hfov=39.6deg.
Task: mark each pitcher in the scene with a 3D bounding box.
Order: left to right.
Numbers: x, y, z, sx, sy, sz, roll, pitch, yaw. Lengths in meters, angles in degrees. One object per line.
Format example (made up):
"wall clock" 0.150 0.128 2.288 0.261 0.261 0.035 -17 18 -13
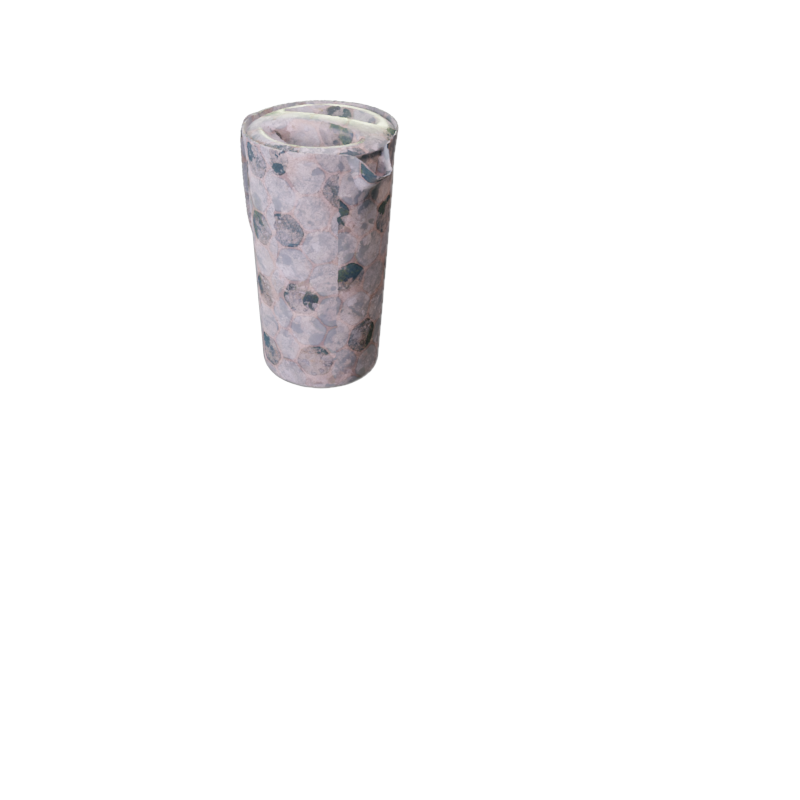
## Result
"pitcher" -0.078 -0.142 0.996 0.145 0.229 0.158 3 29 1
